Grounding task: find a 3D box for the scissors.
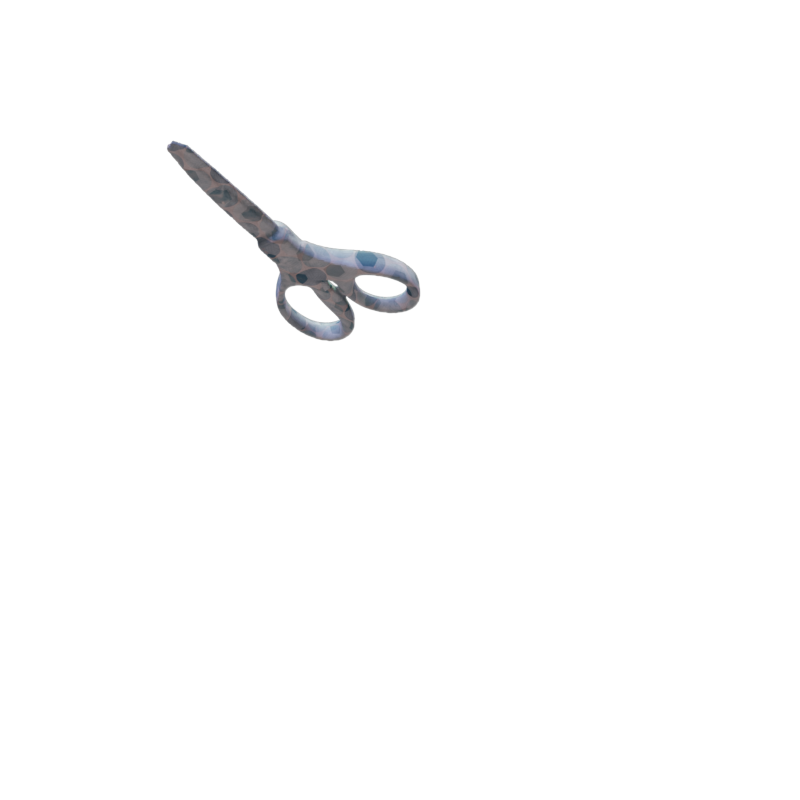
[{"bbox_3d":[-0.048,-0.088,0.617,0.097,0.017,0.187,-6,-29,11],"label":"scissors"}]
